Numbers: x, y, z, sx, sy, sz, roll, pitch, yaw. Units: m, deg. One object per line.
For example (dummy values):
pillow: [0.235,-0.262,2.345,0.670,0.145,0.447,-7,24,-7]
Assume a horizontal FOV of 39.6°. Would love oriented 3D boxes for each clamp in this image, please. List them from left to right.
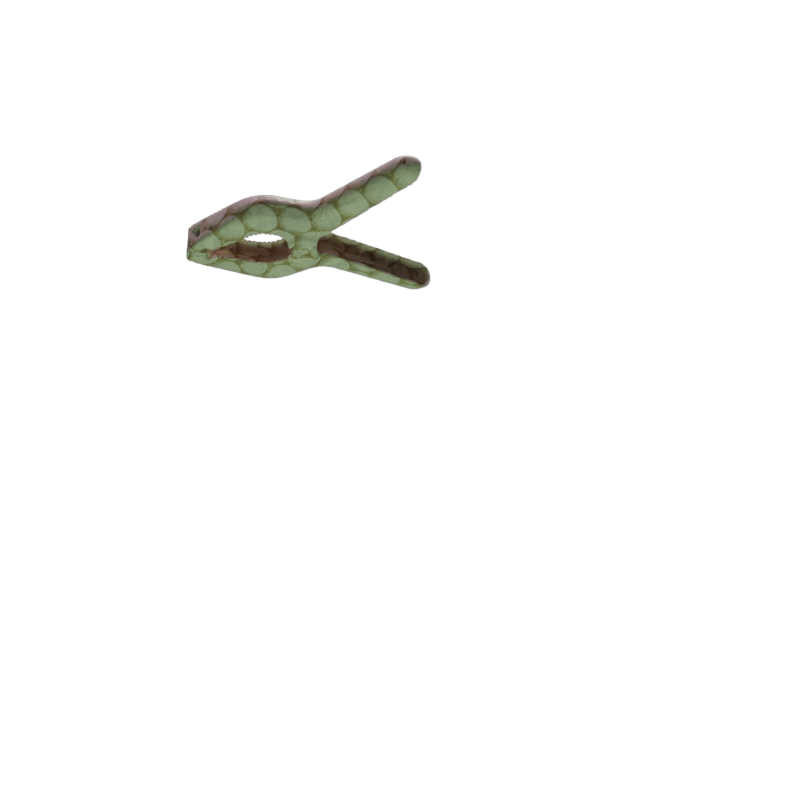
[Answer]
clamp: [-0.073,-0.134,0.935,0.212,0.039,0.152,-7,-33,11]
